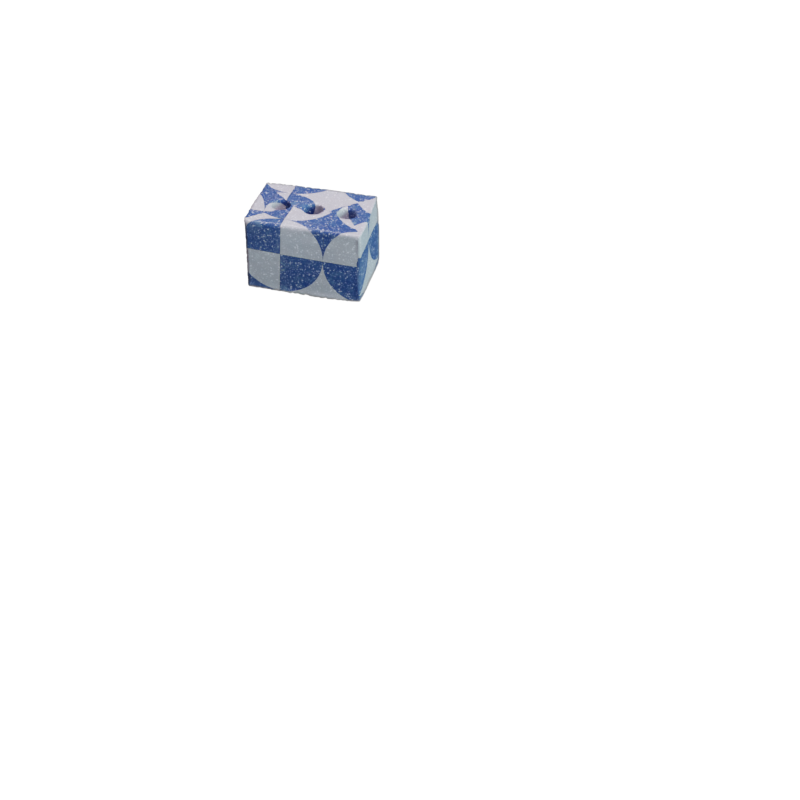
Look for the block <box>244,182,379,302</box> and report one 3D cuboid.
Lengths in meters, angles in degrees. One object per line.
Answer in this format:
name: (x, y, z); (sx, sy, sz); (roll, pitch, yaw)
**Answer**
block: (-0.056, -0.102, 0.718); (0.079, 0.048, 0.055); (9, 36, 11)
